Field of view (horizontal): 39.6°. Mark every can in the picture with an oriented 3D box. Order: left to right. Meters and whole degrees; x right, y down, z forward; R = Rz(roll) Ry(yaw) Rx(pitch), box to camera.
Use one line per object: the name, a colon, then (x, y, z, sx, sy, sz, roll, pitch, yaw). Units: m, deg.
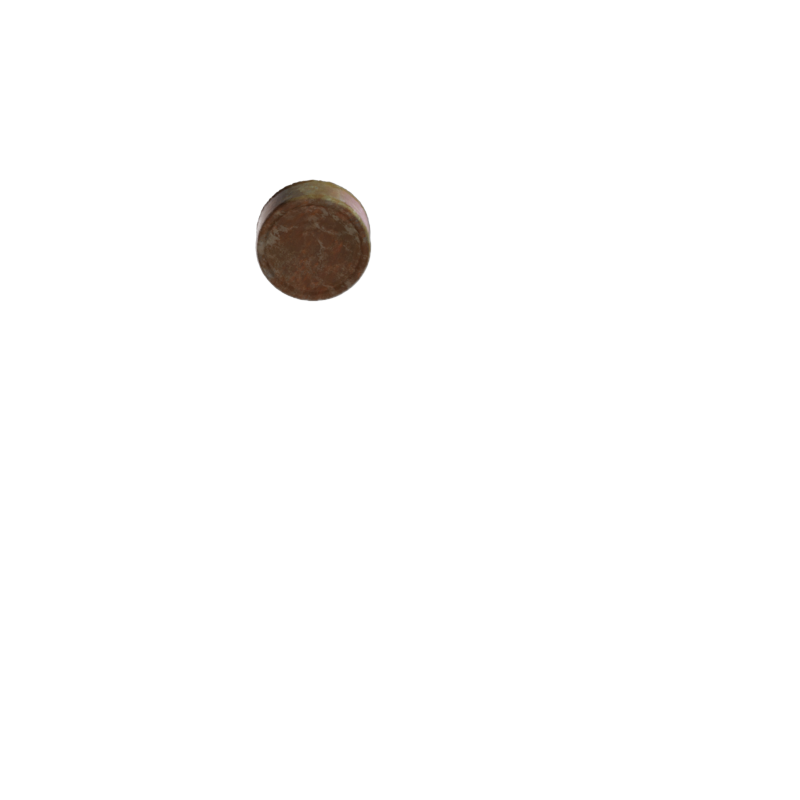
can: (-0.064, -0.117, 0.817, 0.086, 0.081, 0.035, 1, 26, -1)
